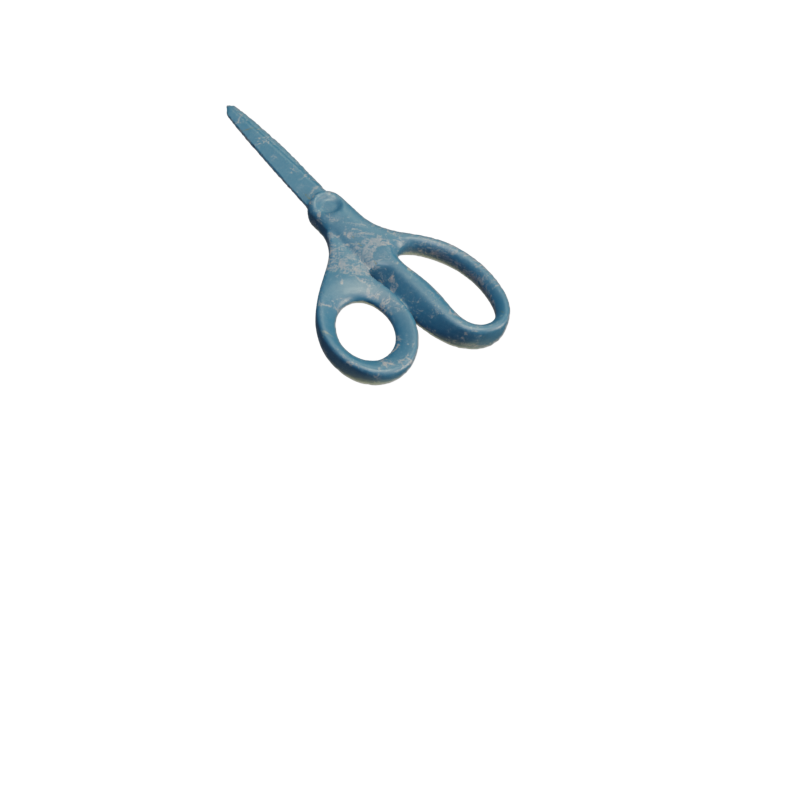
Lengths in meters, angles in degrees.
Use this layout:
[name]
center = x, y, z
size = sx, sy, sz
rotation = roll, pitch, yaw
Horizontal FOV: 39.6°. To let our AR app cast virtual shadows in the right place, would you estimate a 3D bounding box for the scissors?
[scissors]
center = -0.042, -0.077, 0.537
size = 0.213, 0.015, 0.098
rotation = 34, 58, 25
